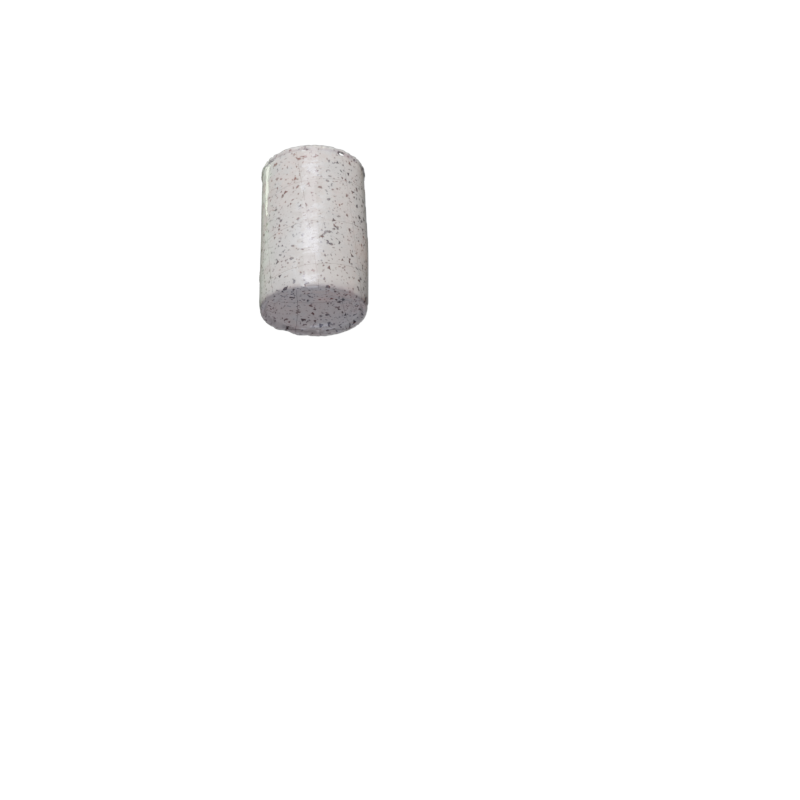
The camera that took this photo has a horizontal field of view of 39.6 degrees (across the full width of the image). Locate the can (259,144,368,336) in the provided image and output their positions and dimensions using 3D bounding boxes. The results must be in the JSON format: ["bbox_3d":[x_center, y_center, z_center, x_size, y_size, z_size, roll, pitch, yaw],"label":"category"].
[{"bbox_3d":[-0.055,-0.100,0.697,0.068,0.109,0.064,0,-29,-2],"label":"can"}]
